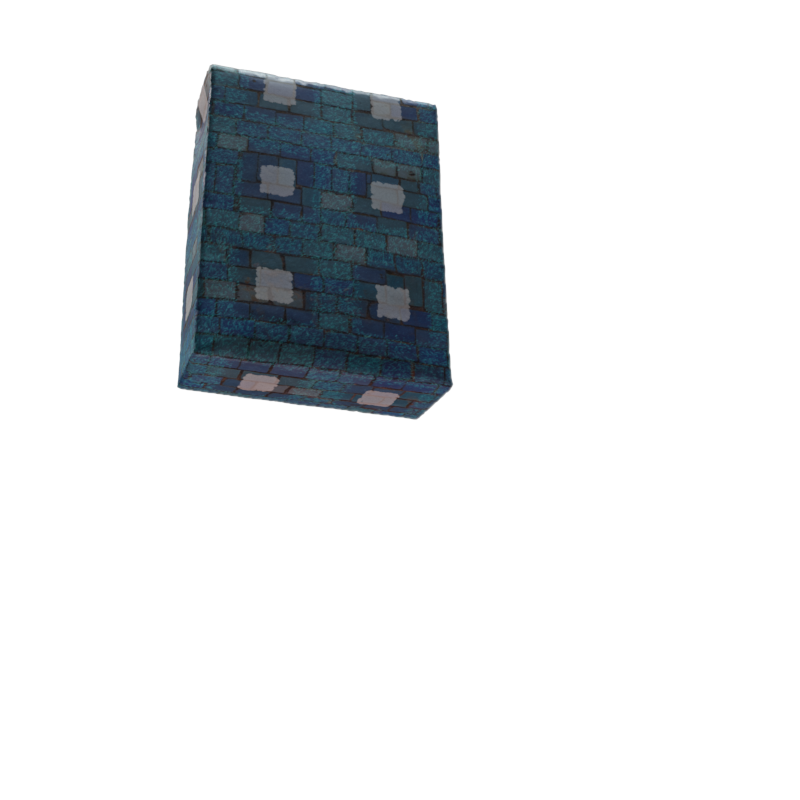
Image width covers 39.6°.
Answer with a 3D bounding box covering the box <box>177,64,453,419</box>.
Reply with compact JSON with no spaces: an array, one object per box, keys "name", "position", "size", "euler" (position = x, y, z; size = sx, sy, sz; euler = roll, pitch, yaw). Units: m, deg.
[{"name":"box","position":[-0.057,-0.104,0.731],"size":[0.160,0.227,0.069],"euler":[7,-29,-16]}]
